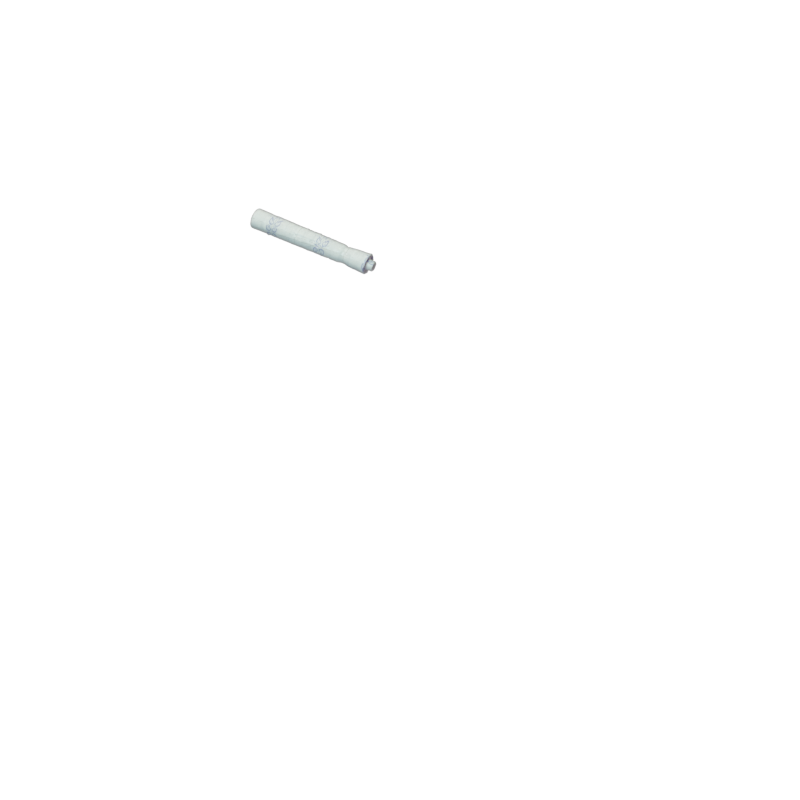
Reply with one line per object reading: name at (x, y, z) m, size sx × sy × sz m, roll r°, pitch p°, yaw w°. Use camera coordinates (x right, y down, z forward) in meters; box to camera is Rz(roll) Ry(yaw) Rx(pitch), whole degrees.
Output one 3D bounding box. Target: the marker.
marker at (-0.076, -0.139, 0.976) m, size 0.126 × 0.019 × 0.019 m, roll 25°, pitch 12°, yaw 20°
